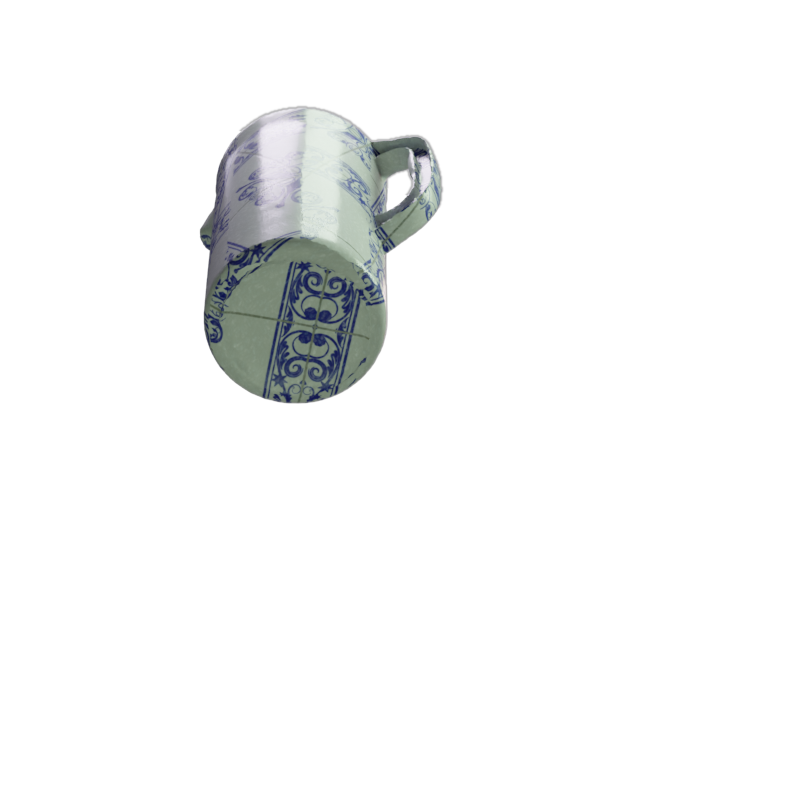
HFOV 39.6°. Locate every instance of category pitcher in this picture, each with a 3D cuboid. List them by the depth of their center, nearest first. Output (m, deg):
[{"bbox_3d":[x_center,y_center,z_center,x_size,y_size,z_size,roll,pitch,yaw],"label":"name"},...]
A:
[{"bbox_3d":[-0.058,-0.107,0.746,0.142,0.144,0.257,19,25,-13],"label":"pitcher"}]
